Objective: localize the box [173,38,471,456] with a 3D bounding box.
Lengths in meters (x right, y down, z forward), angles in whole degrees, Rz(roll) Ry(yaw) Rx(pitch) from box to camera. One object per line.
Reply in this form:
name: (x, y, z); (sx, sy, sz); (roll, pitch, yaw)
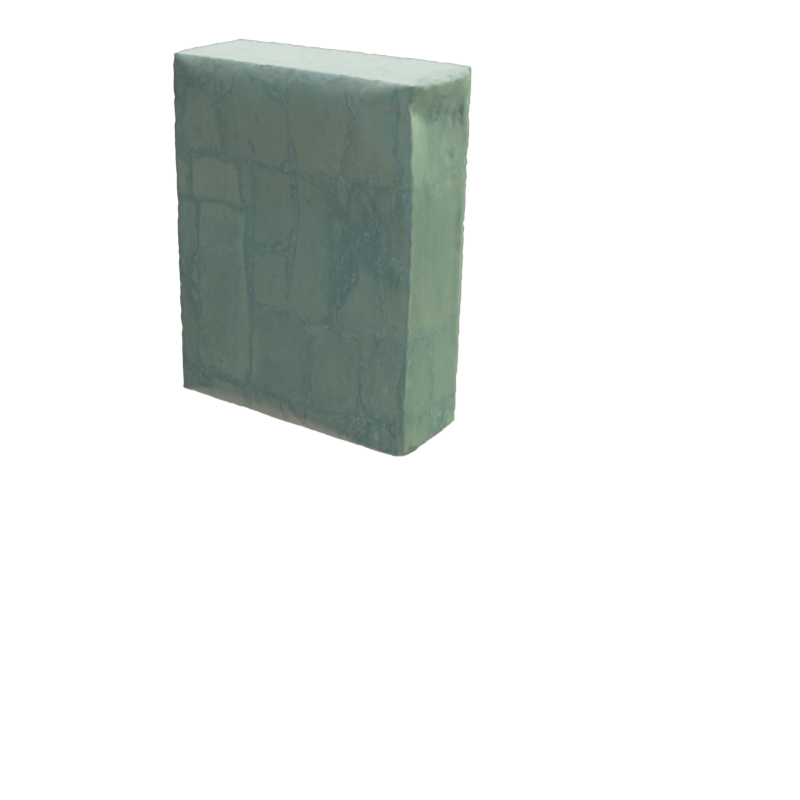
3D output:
box: (-0.050, -0.092, 0.642); (0.173, 0.204, 0.071); (16, 25, 32)
